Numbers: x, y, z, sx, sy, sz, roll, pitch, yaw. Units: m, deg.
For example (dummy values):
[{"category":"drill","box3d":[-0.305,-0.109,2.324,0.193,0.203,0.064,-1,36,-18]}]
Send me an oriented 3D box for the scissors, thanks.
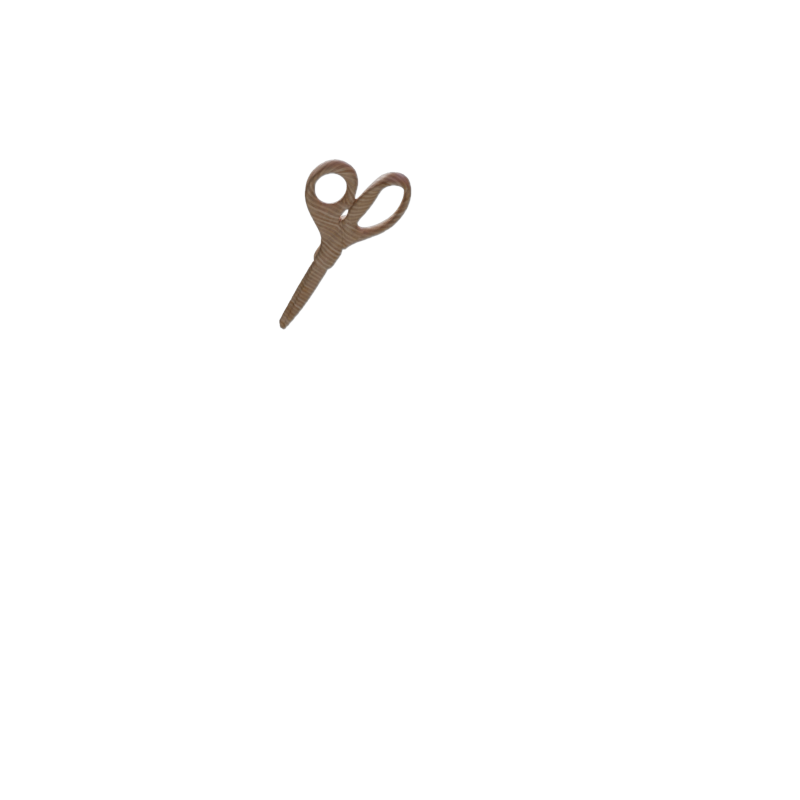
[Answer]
[{"category":"scissors","box3d":[-0.075,-0.137,0.957,0.091,0.017,0.199,33,-54,-29]}]
